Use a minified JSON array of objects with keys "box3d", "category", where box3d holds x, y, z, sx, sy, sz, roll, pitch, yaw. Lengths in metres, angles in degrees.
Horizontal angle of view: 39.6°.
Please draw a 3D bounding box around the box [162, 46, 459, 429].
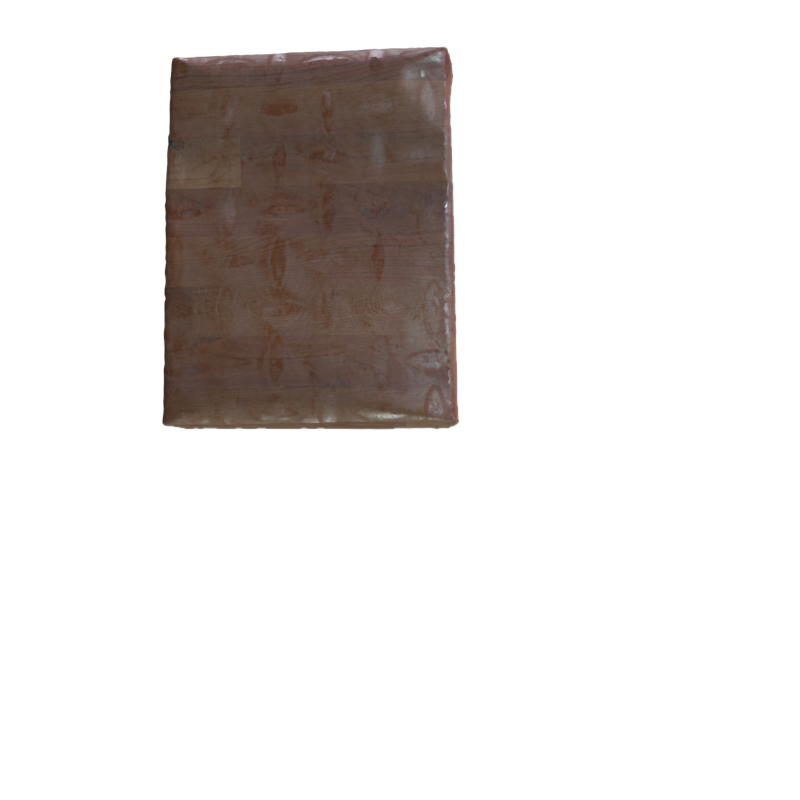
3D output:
[{"box3d":[-0.050,-0.092,0.642,0.165,0.218,0.070,-1,-8,6],"category":"box"}]
